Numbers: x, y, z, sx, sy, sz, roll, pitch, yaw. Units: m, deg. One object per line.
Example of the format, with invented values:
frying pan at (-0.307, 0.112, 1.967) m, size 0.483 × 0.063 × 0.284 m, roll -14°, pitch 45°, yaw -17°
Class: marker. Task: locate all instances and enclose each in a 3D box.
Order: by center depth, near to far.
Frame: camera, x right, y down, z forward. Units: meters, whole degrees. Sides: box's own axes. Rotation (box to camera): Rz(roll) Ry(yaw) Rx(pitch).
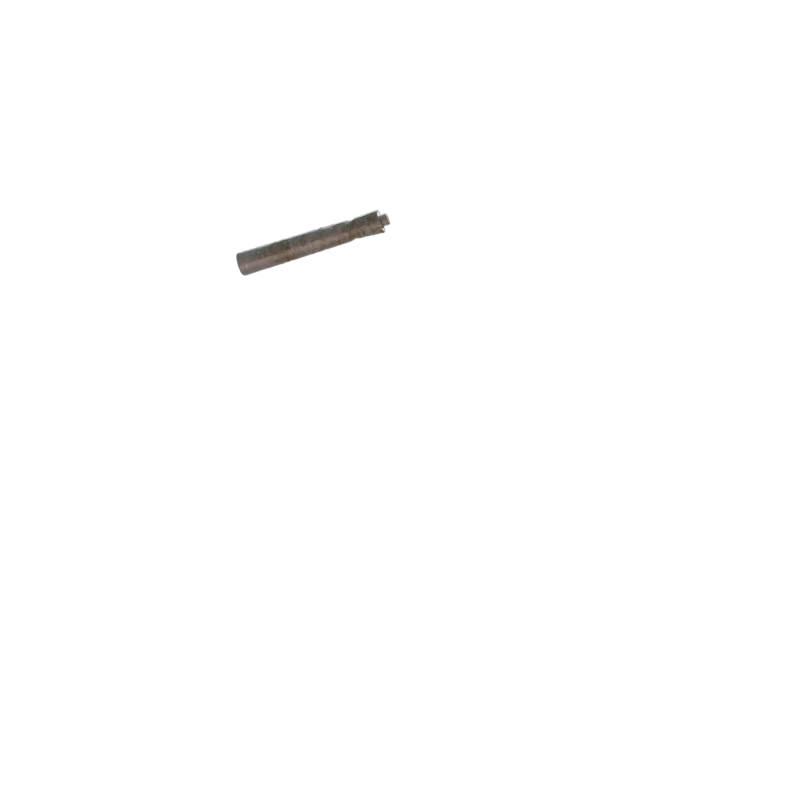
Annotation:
marker at (-0.067, -0.121, 0.850) m, size 0.122 × 0.020 × 0.020 m, roll -16°, pitch 2°, yaw 10°
